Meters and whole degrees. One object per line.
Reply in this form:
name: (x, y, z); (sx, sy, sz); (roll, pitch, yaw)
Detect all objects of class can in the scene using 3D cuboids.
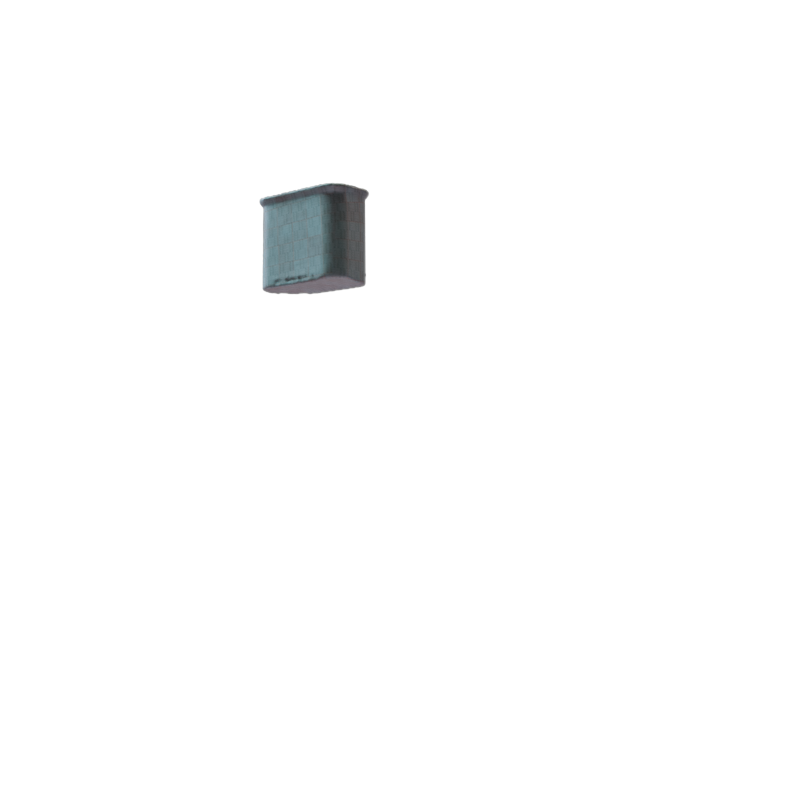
can: (-0.077, -0.140, 0.984); (0.105, 0.086, 0.054); (-6, -11, 39)
